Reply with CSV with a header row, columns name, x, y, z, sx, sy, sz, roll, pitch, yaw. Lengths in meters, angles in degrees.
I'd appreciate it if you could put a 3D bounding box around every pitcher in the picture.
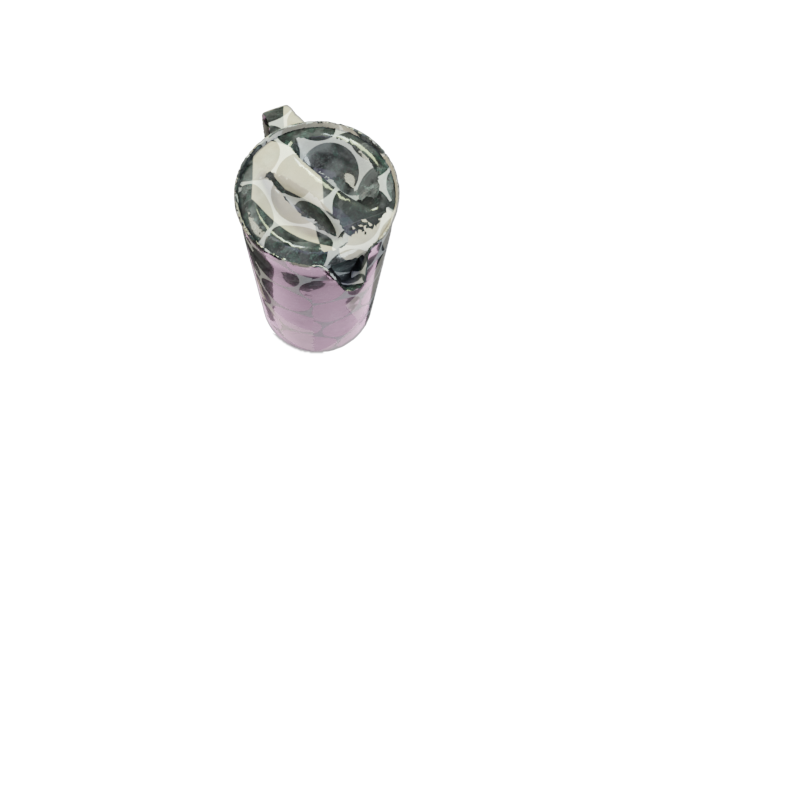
name,x,y,z,sx,sy,sz,roll,pitch,yaw
pitcher,-0.078,-0.142,0.995,0.147,0.154,0.231,21,-20,5
